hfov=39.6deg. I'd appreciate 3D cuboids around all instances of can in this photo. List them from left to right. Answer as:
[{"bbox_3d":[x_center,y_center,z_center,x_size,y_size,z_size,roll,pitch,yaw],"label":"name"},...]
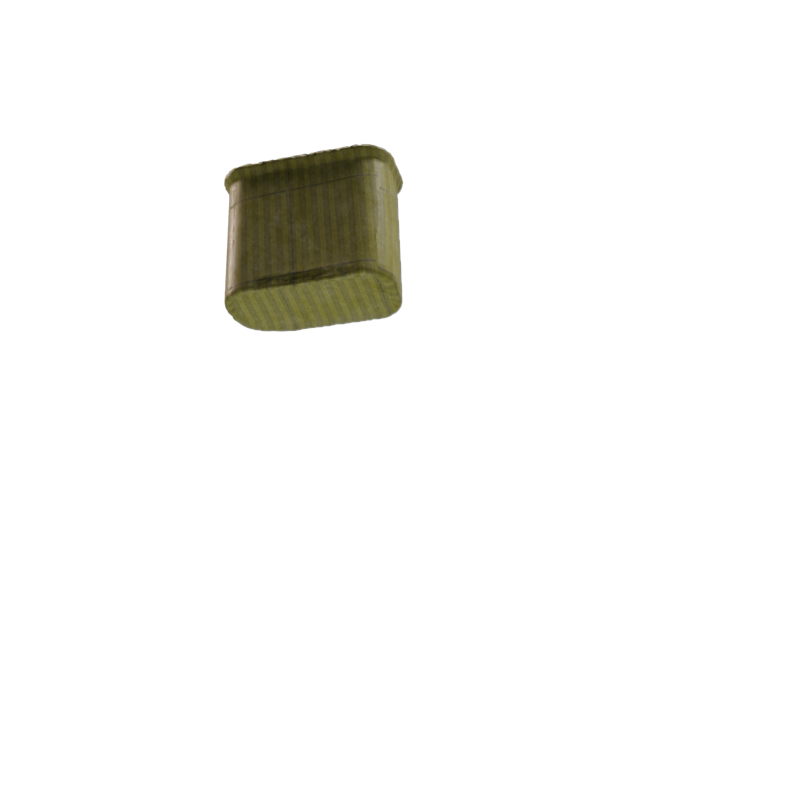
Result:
[{"bbox_3d":[-0.049,-0.090,0.627,0.103,0.089,0.053,-8,-30,13],"label":"can"}]
